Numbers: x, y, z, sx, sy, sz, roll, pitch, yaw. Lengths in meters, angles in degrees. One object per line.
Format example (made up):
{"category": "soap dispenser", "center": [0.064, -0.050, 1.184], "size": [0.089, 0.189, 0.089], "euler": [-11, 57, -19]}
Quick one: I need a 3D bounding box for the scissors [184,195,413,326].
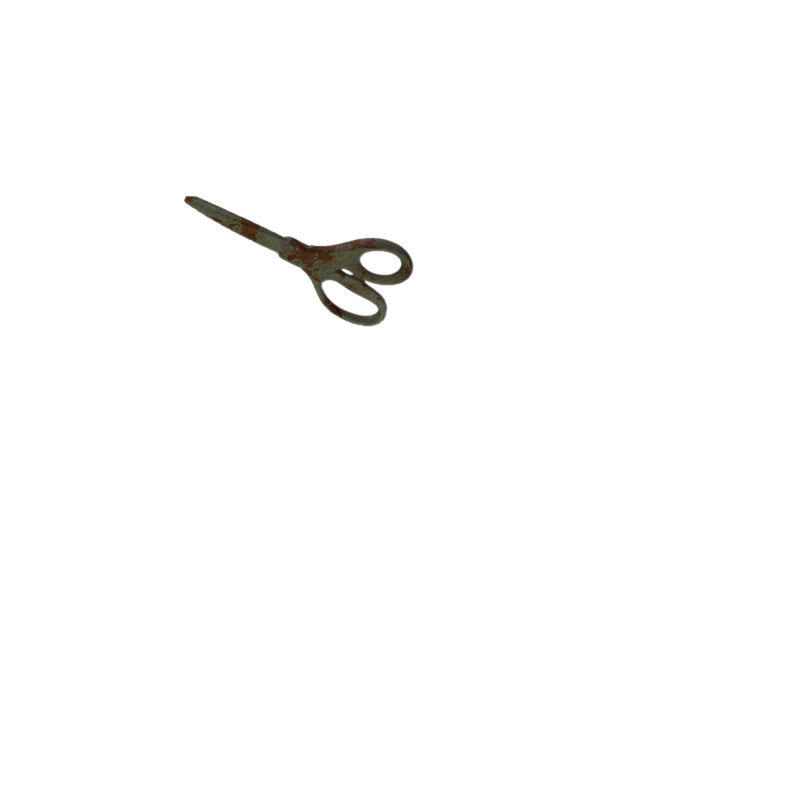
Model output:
{"category": "scissors", "center": [-0.071, -0.129, 0.904], "size": [0.095, 0.017, 0.189], "euler": [-35, -58, 26]}
